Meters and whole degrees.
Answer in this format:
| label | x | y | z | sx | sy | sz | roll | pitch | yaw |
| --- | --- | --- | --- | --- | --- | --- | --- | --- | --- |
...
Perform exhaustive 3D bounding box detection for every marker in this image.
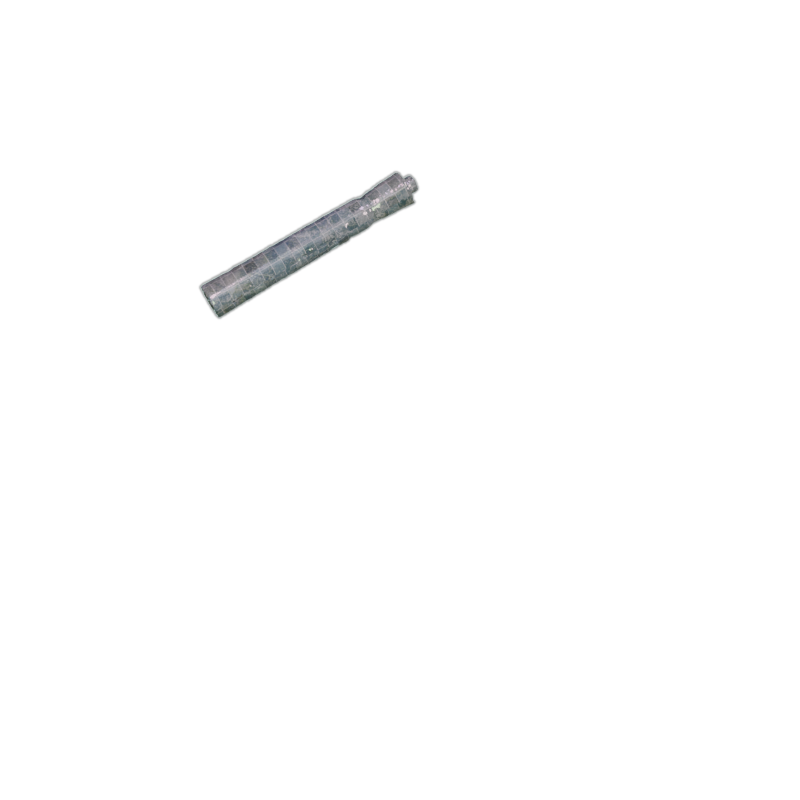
| label | x | y | z | sx | sy | sz | roll | pitch | yaw |
| --- | --- | --- | --- | --- | --- | --- | --- | --- | --- |
| marker | -0.044 | -0.079 | 0.556 | 0.121 | 0.019 | 0.020 | -32 | 10 | -9 |
